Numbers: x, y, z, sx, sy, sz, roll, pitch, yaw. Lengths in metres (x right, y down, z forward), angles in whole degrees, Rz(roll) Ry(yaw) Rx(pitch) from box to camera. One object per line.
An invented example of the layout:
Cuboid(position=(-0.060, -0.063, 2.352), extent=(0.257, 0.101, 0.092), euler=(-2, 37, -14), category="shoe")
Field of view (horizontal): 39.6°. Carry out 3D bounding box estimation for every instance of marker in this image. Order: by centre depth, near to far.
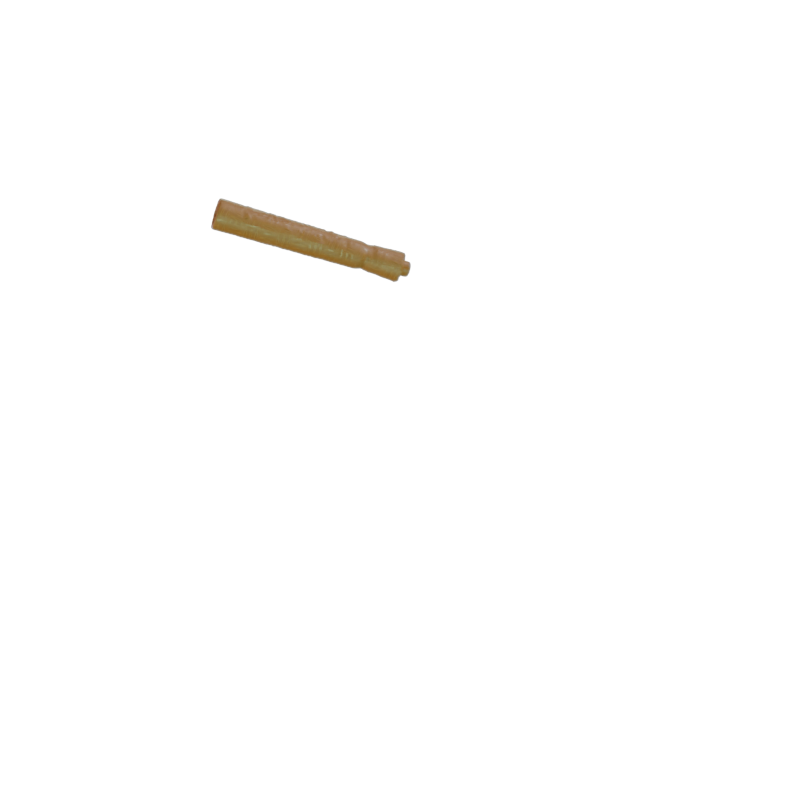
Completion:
Cuboid(position=(-0.051, -0.094, 0.657), extent=(0.119, 0.020, 0.020), euler=(15, 1, -10), category="marker")
